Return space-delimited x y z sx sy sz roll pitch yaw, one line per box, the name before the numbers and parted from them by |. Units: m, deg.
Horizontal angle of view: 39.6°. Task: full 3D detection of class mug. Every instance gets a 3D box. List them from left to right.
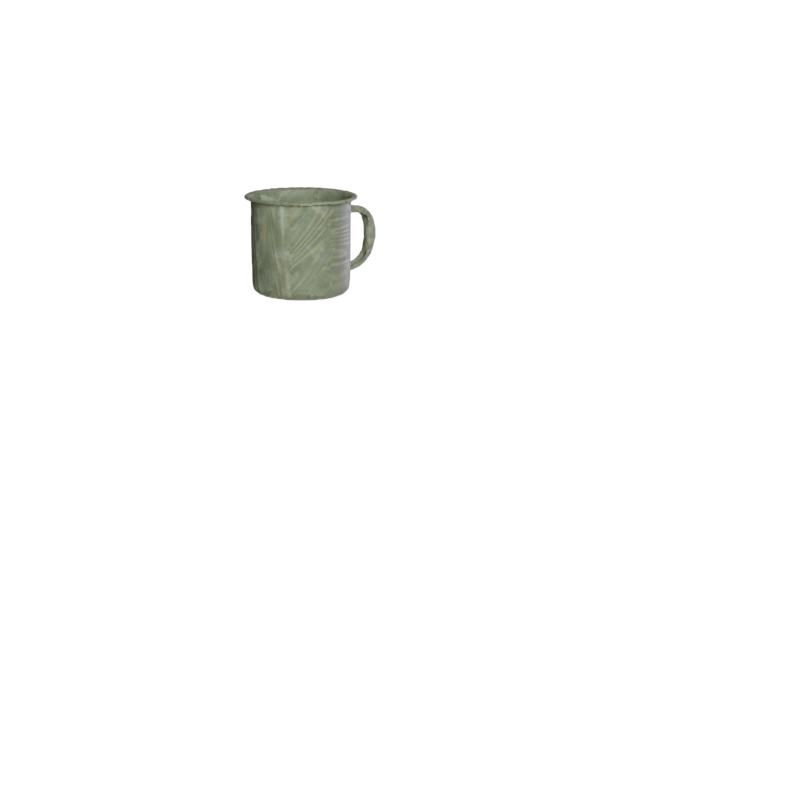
mug | -0.072 -0.132 0.923 0.114 0.079 0.099 -10 18 -33
